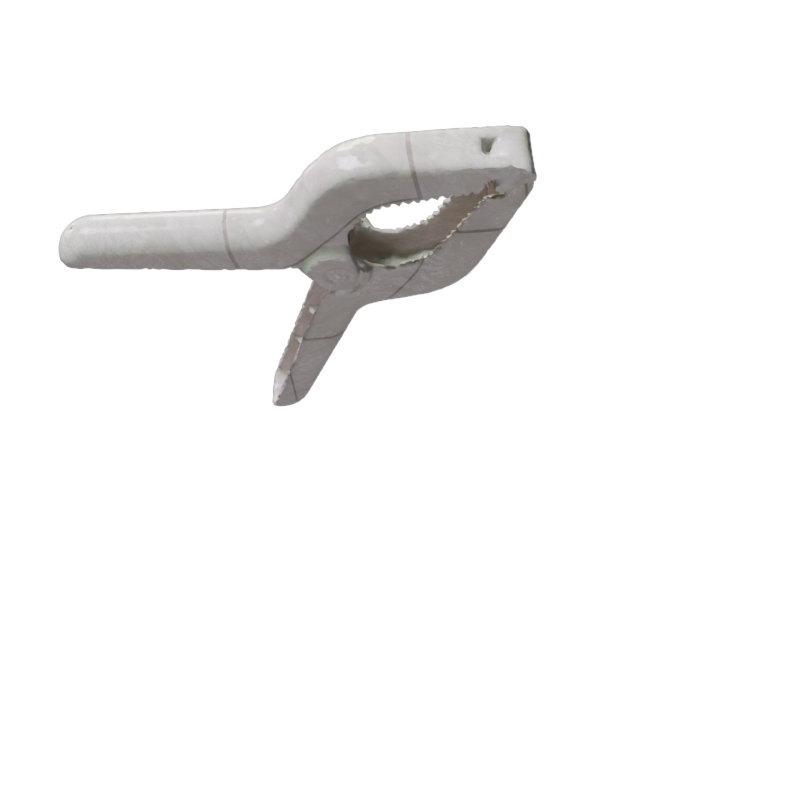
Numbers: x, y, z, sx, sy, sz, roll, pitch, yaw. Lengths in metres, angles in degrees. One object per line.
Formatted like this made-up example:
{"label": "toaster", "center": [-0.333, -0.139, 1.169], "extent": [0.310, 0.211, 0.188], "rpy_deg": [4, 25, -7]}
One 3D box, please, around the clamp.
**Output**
{"label": "clamp", "center": [-0.039, -0.072, 0.501], "extent": [0.209, 0.039, 0.154], "rpy_deg": [-28, -43, 34]}
